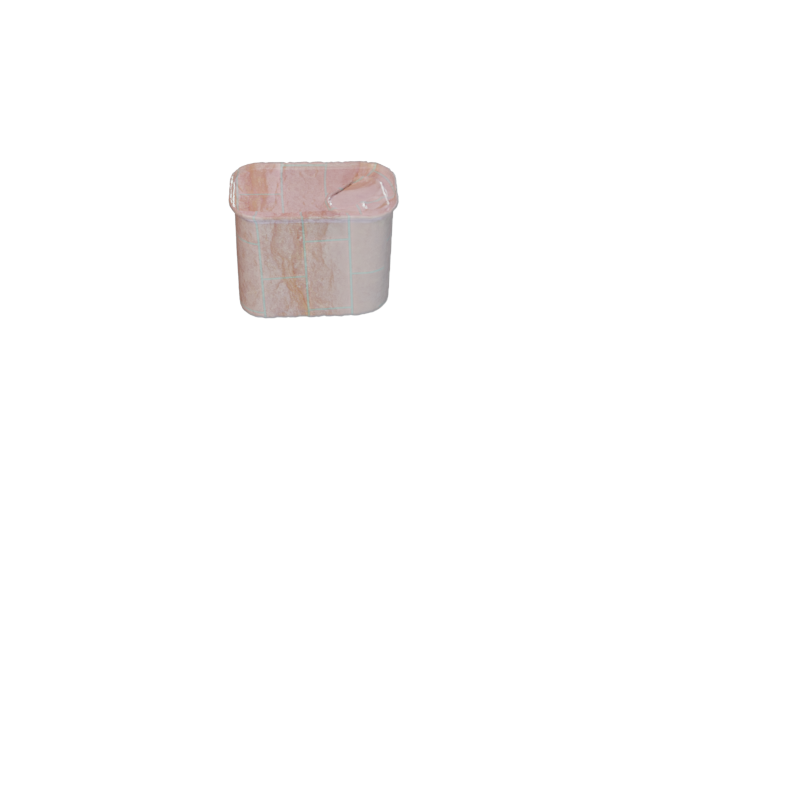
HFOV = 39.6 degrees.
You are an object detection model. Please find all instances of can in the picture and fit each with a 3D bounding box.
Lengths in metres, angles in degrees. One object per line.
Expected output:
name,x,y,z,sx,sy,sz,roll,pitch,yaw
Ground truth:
can,-0.054,-0.099,0.695,0.102,0.078,0.062,-1,42,-3
